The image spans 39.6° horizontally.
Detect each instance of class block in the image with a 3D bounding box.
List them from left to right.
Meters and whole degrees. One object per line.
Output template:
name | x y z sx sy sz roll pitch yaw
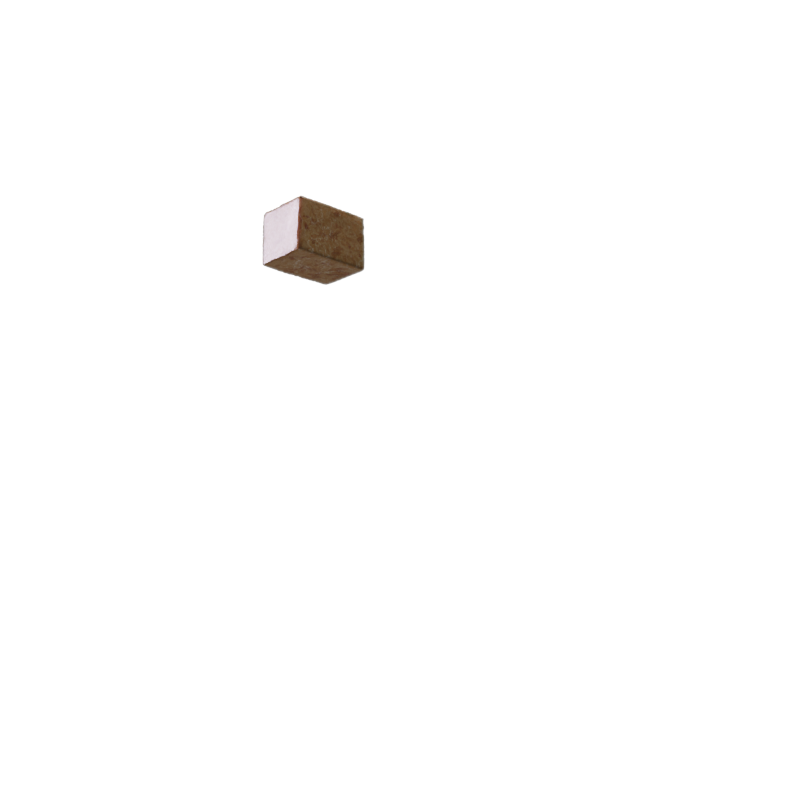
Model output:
block | -0.077 -0.140 0.983 0.074 0.054 0.053 15 -24 -41
